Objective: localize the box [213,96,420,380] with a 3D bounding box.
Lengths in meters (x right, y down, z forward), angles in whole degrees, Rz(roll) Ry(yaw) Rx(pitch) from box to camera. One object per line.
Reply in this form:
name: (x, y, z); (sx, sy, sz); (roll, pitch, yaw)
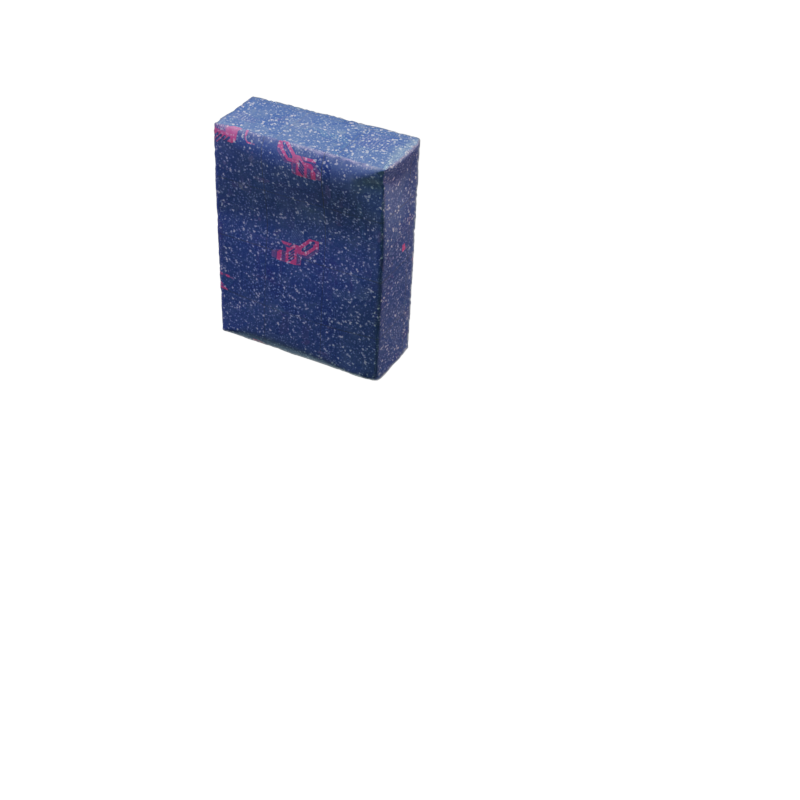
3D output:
box: (-0.075, -0.136, 0.955); (0.171, 0.200, 0.073); (20, 38, 23)
